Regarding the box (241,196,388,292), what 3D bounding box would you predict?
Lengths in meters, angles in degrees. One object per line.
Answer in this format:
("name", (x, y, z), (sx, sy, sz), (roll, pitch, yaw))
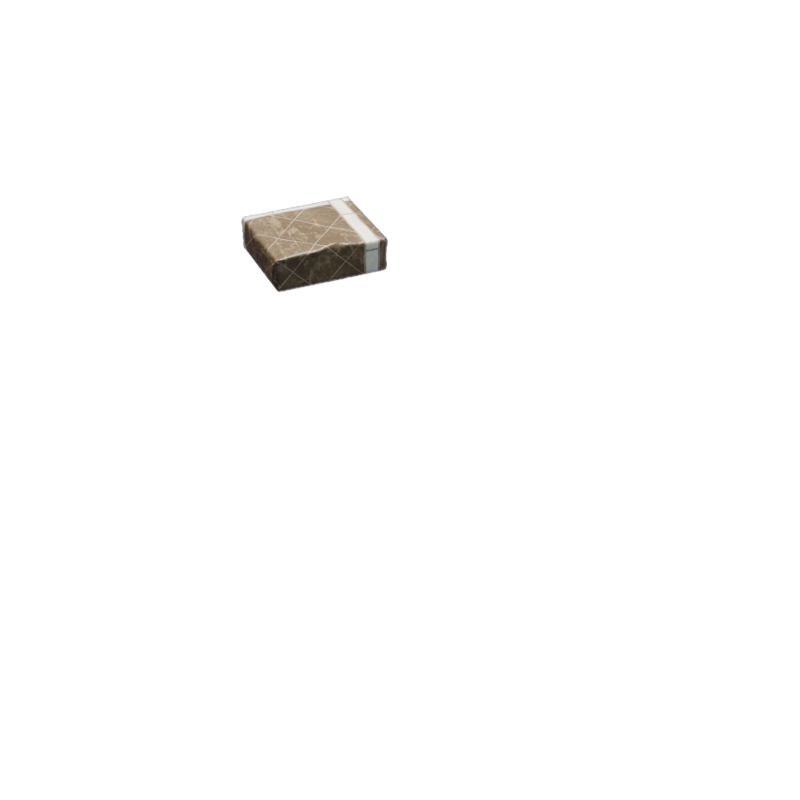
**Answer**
("box", (-0.064, -0.117, 0.817), (0.088, 0.028, 0.079), (-14, 37, -19))
